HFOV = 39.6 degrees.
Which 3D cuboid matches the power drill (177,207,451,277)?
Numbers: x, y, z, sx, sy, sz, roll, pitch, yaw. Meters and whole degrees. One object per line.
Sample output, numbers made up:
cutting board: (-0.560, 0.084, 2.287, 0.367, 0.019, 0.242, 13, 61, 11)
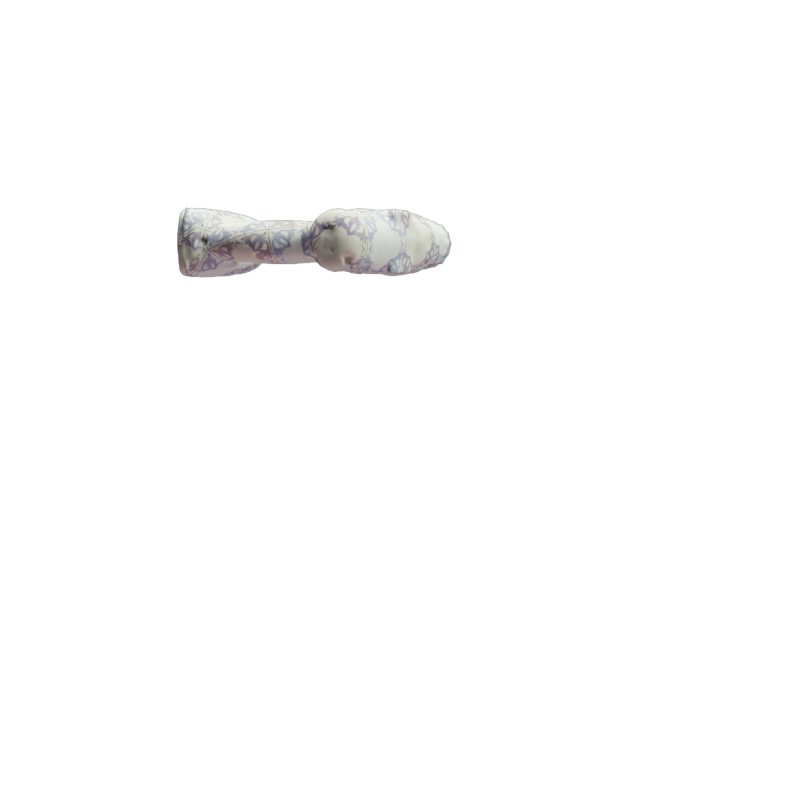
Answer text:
power drill: (-0.070, -0.128, 0.894, 0.194, 0.057, 0.178, 2, 4, 29)
